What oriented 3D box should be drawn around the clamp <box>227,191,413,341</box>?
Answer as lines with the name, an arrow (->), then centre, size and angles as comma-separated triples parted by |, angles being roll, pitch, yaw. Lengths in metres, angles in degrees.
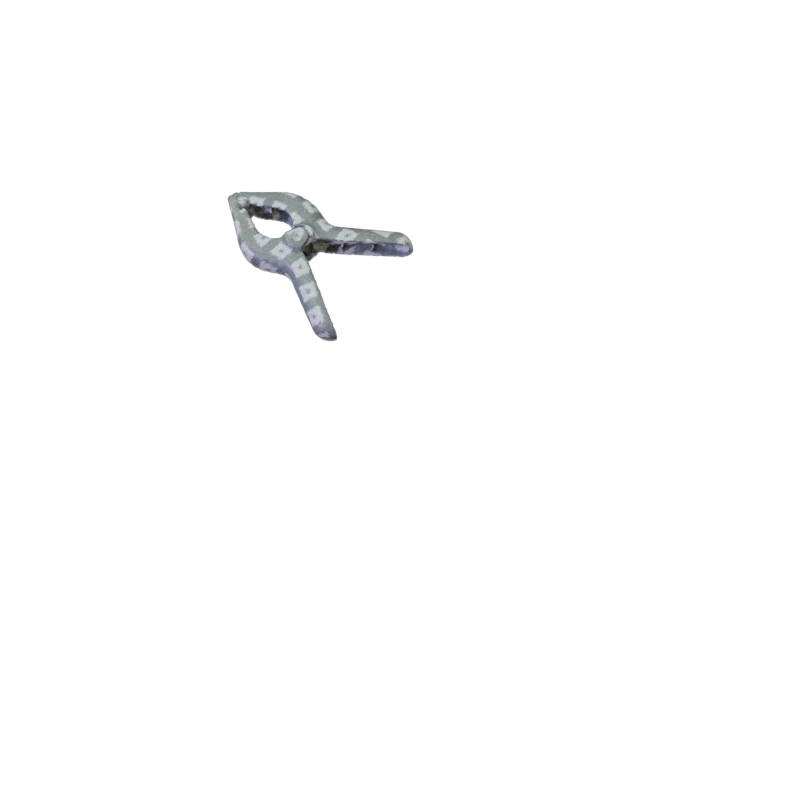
clamp -> -0.077, -0.140, 0.984 | 0.121, 0.182, 0.037 | -38, -25, -21
